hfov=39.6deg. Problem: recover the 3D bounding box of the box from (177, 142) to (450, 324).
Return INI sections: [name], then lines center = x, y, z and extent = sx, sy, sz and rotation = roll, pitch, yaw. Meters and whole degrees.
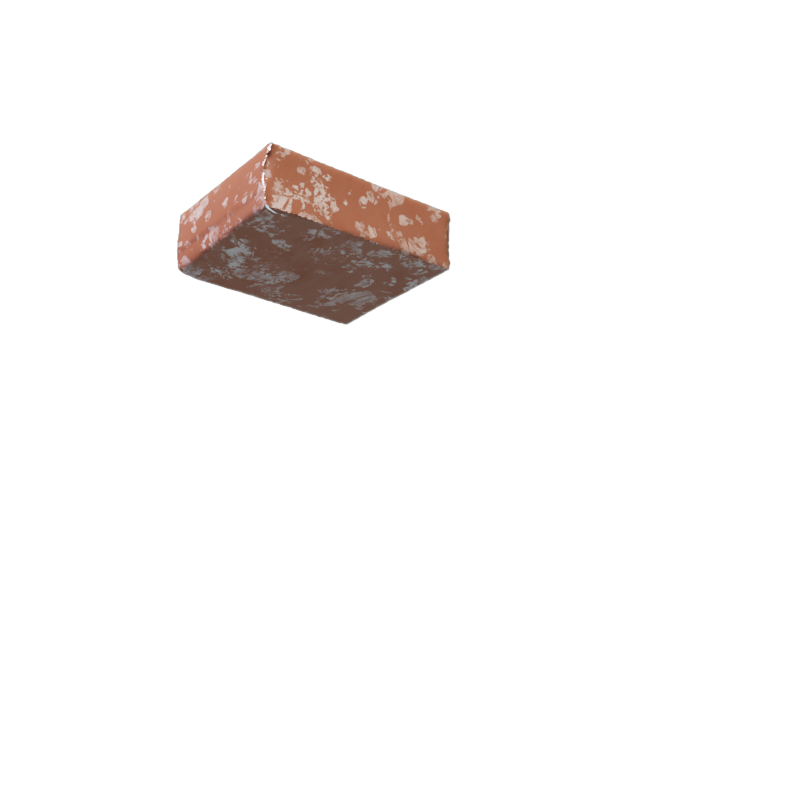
[box]
center = -0.044, -0.081, 0.567
extent = 0.108, 0.041, 0.090
rotation = 15, -26, -33
